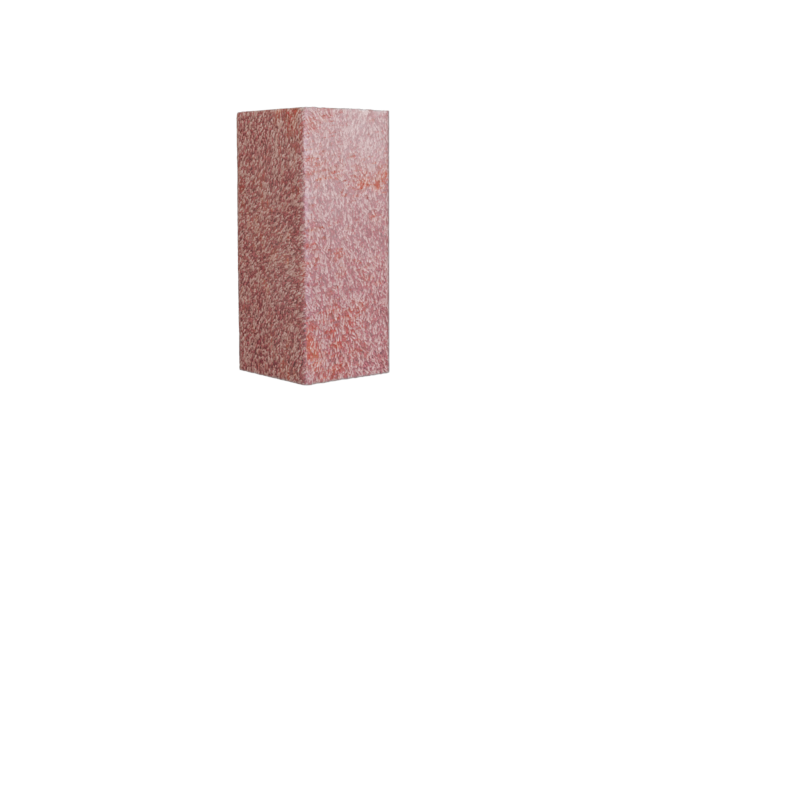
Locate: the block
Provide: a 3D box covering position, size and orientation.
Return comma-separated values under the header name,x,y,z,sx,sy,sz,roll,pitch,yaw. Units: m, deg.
name,x,y,z,sx,sy,sz,roll,pitch,yaw
block,-0.069,-0.125,0.876,0.087,0.204,0.095,-4,7,-41
